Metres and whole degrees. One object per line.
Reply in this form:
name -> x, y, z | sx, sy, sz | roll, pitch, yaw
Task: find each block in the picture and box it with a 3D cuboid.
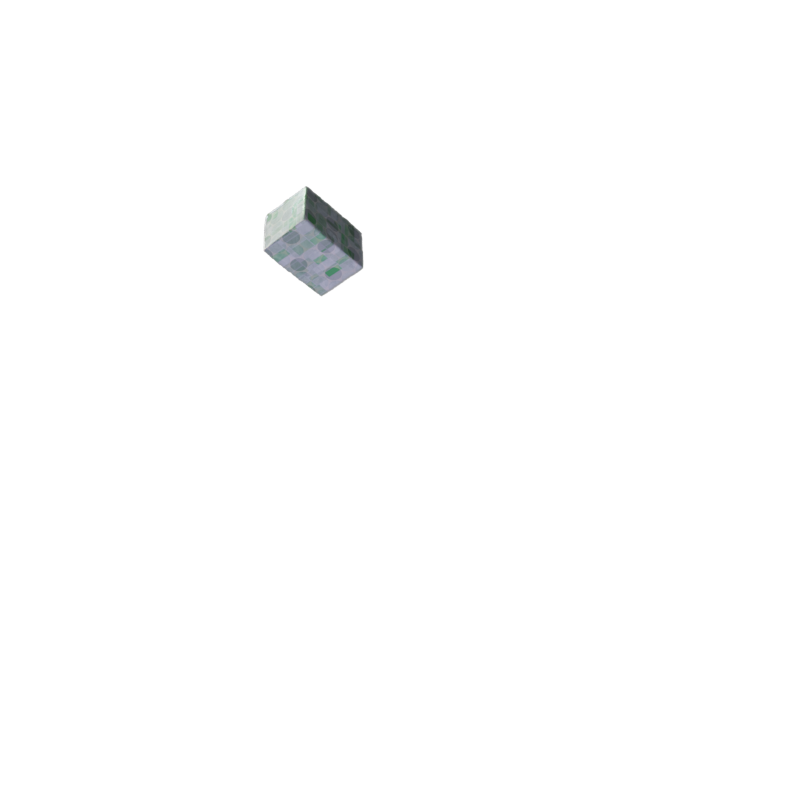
block -> -0.078, -0.141, 0.990 | 0.052, 0.055, 0.073 | -34, -54, 26
